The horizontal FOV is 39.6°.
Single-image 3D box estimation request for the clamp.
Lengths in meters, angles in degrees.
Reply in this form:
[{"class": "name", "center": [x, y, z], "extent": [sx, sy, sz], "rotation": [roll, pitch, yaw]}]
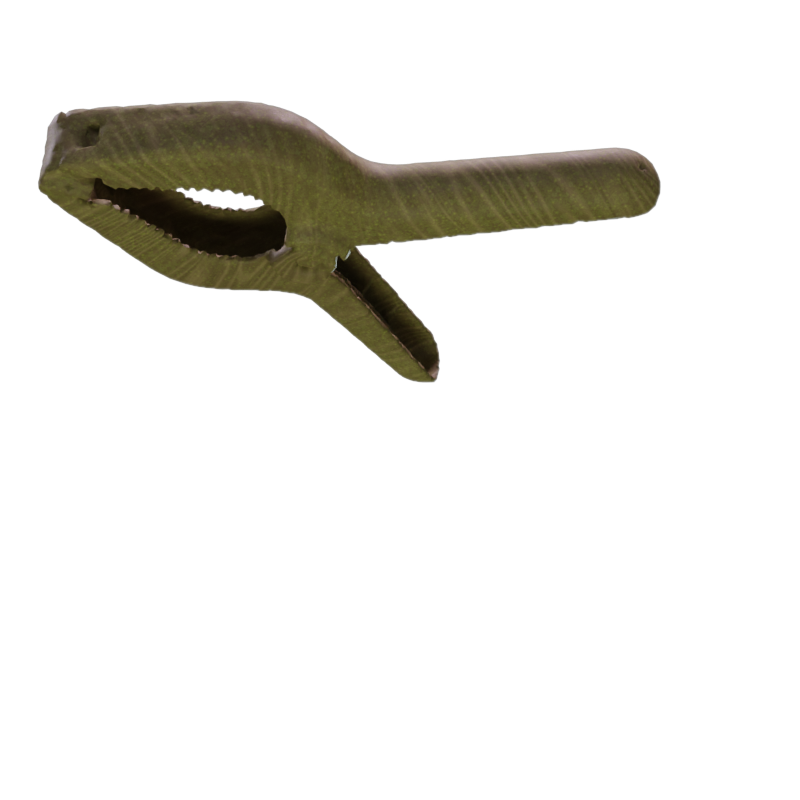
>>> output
[{"class": "clamp", "center": [-0.033, -0.061, 0.425], "extent": [0.204, 0.039, 0.159], "rotation": [10, -31, -17]}]
